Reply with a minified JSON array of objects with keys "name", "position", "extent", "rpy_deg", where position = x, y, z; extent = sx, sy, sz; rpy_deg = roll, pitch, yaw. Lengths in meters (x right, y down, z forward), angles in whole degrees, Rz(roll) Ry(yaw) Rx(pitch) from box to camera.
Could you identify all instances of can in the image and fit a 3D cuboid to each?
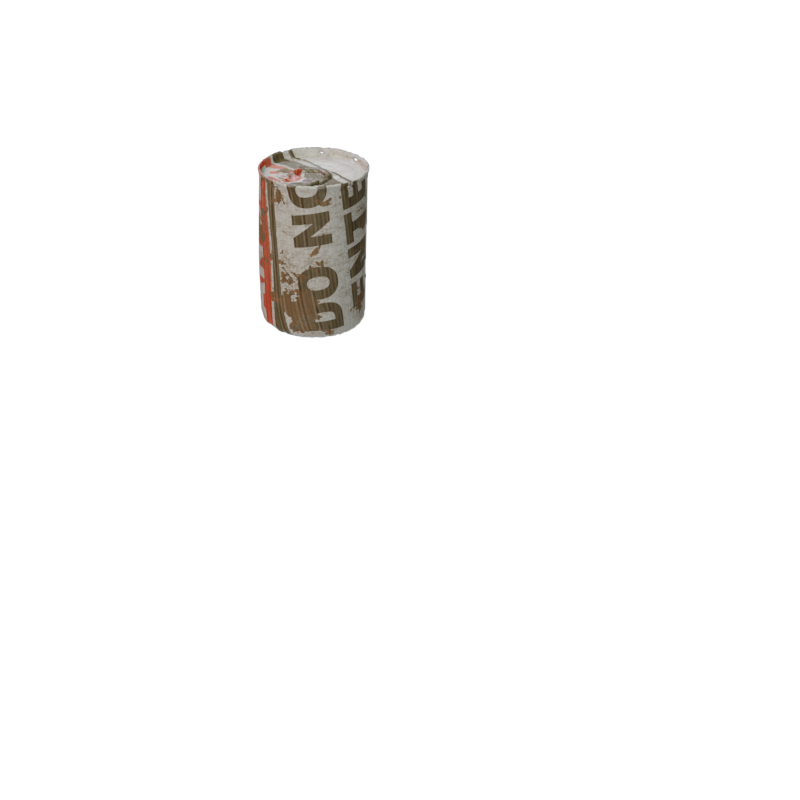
[{"name":"can","position":[-0.054,-0.099,0.694],"extent":[0.068,0.097,0.073],"rpy_deg":[0,28,-2]}]
